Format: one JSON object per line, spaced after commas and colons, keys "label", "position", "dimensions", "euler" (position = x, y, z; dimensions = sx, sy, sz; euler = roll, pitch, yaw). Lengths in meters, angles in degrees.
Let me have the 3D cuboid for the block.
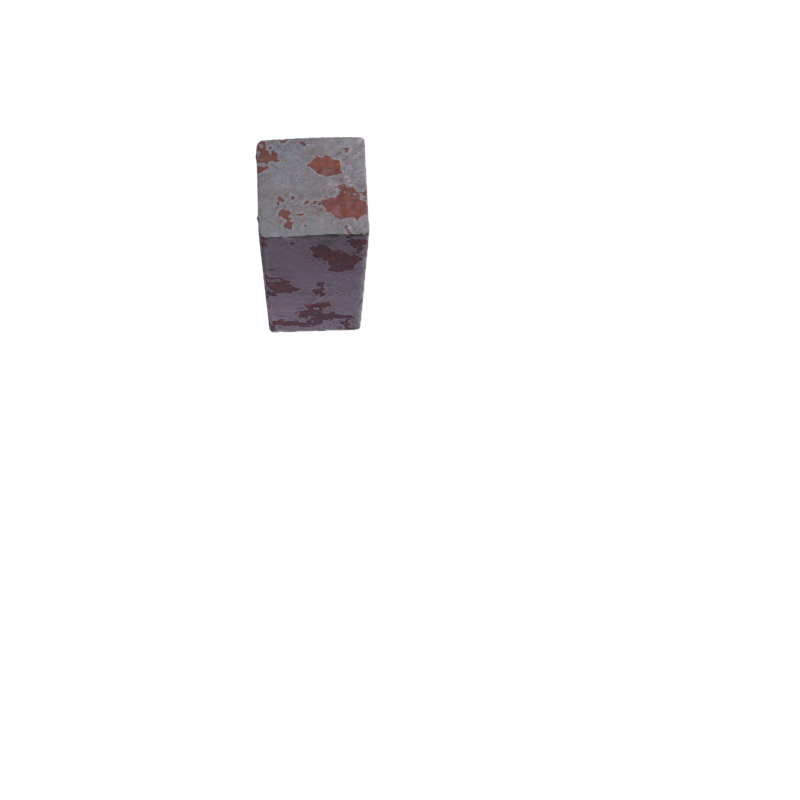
{"label": "block", "position": [-0.077, -0.139, 0.975], "dimensions": [0.090, 0.095, 0.196], "euler": [-2, -19, -4]}
